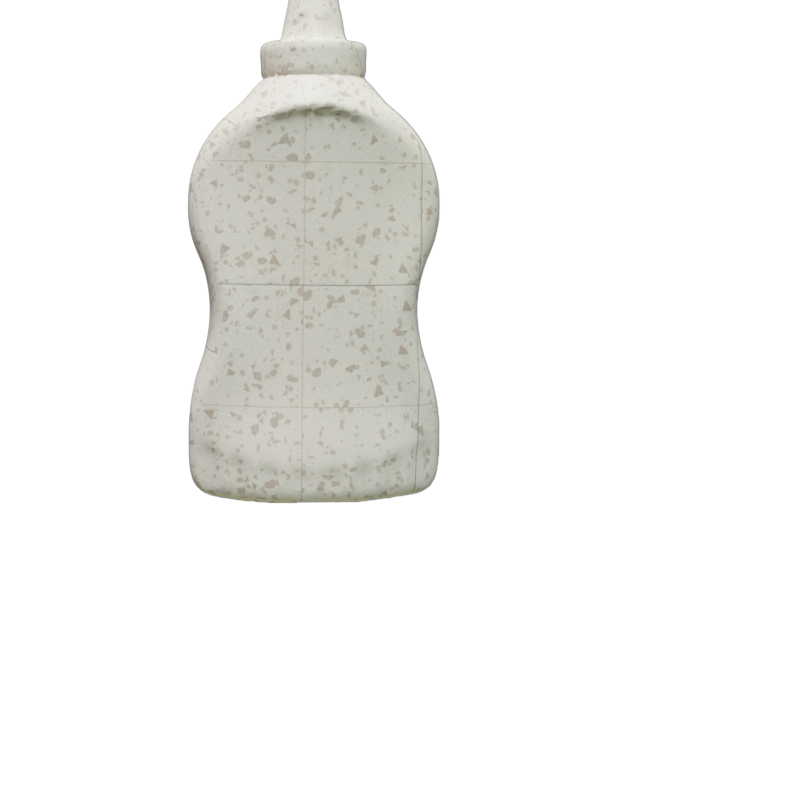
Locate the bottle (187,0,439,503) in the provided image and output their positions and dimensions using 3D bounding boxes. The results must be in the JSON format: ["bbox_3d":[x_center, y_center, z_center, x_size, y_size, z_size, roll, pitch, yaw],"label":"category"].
[{"bbox_3d":[-0.034,-0.061,0.428,0.096,0.190,0.059,0,4,-2],"label":"bottle"}]
